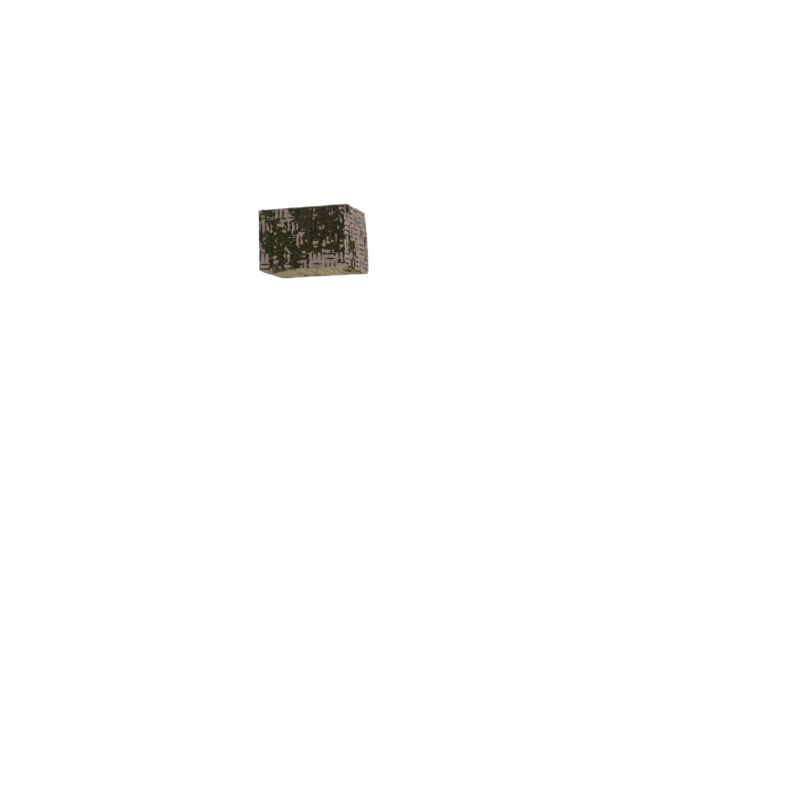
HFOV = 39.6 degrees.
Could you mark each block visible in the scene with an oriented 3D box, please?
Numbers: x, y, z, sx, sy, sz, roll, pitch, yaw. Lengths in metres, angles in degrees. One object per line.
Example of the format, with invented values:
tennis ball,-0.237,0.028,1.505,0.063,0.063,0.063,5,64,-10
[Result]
block,-0.070,-0.128,0.900,0.080,0.052,0.051,-1,-5,19
